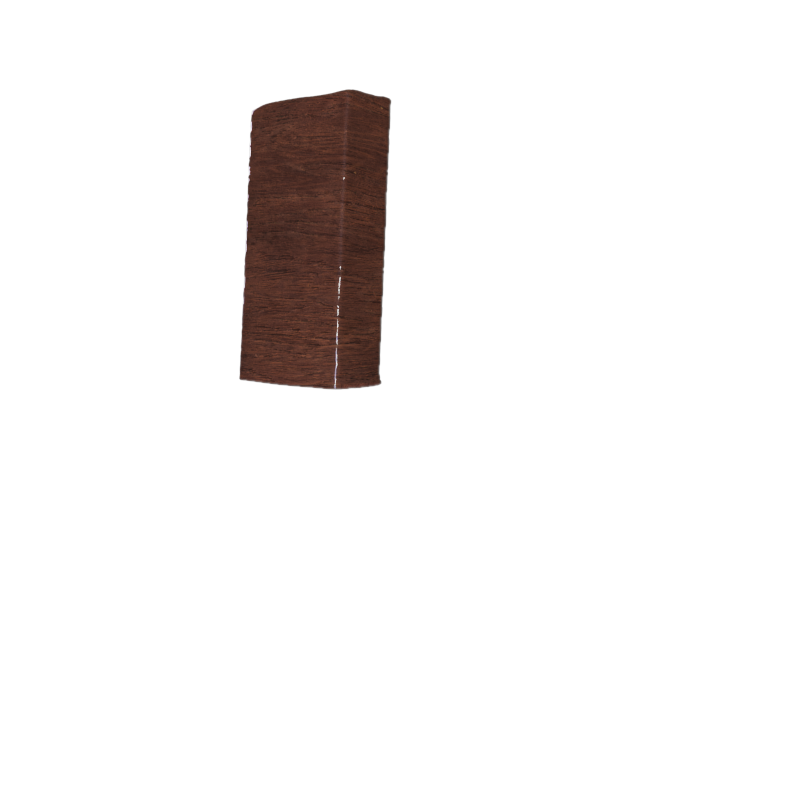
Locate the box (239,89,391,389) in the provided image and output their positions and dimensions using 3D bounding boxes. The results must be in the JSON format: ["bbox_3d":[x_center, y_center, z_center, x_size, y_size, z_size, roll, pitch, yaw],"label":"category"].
[{"bbox_3d":[-0.054,-0.098,0.685,0.046,0.177,0.097,2,-2,-45],"label":"box"}]
